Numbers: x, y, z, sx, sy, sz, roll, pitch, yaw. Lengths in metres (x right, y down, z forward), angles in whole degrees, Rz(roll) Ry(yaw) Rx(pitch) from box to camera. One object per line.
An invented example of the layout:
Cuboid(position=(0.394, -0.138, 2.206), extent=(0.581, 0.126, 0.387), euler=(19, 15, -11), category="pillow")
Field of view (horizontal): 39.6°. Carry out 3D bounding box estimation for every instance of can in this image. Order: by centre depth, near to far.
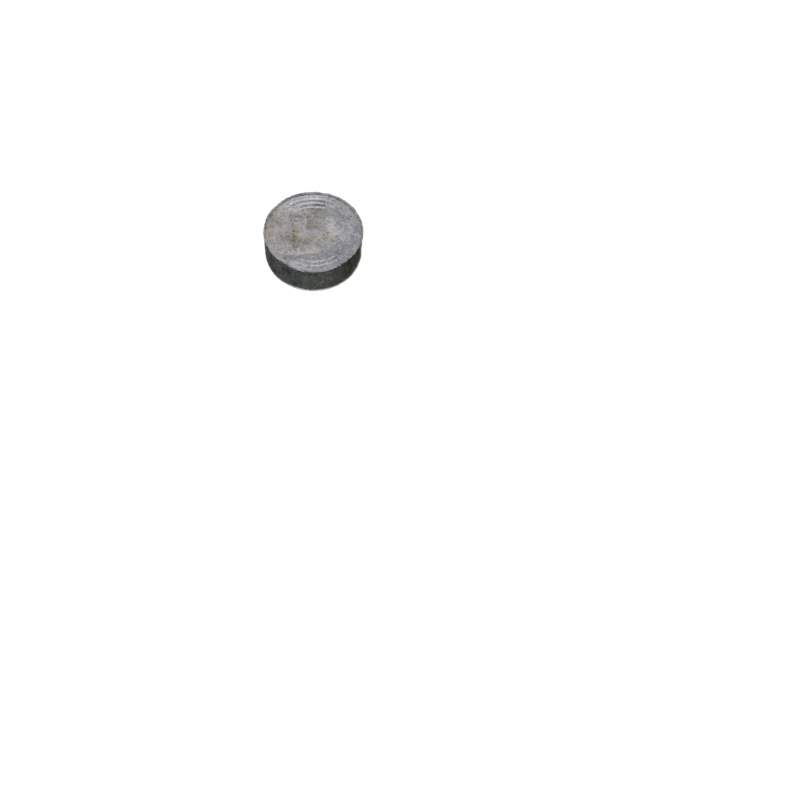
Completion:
Cuboid(position=(-0.075, -0.137, 0.959), extent=(0.086, 0.092, 0.031), euler=(-1, -34, -1), category="can")
